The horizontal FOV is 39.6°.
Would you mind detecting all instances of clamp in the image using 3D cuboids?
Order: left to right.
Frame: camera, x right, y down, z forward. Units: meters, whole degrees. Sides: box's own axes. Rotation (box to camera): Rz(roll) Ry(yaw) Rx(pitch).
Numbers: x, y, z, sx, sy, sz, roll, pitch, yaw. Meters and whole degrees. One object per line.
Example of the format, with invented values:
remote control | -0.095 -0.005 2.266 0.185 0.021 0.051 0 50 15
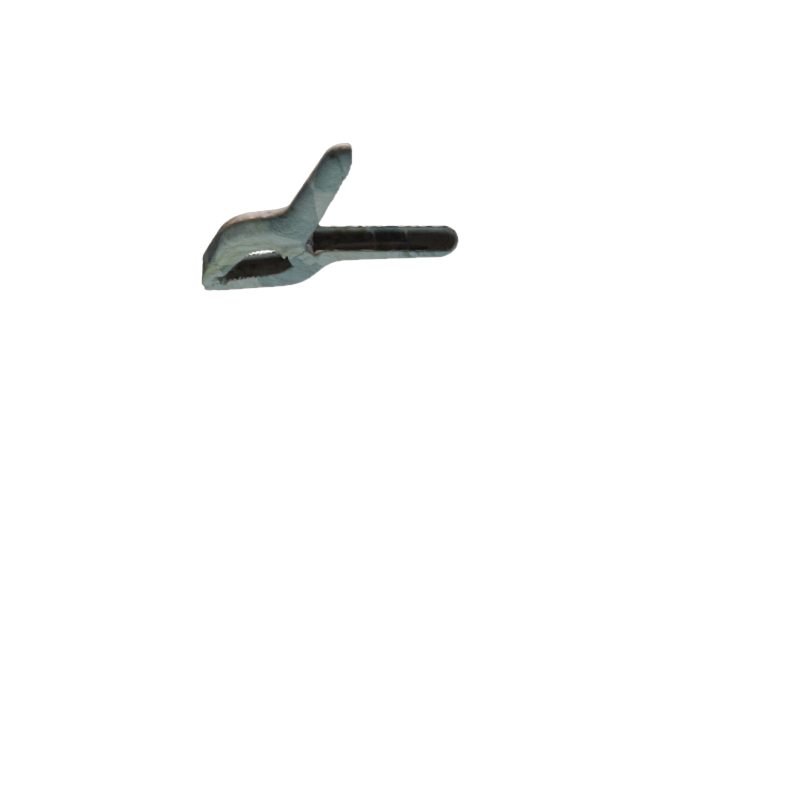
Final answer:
clamp | -0.070 -0.127 0.891 0.212 0.039 0.154 -19 -31 36
